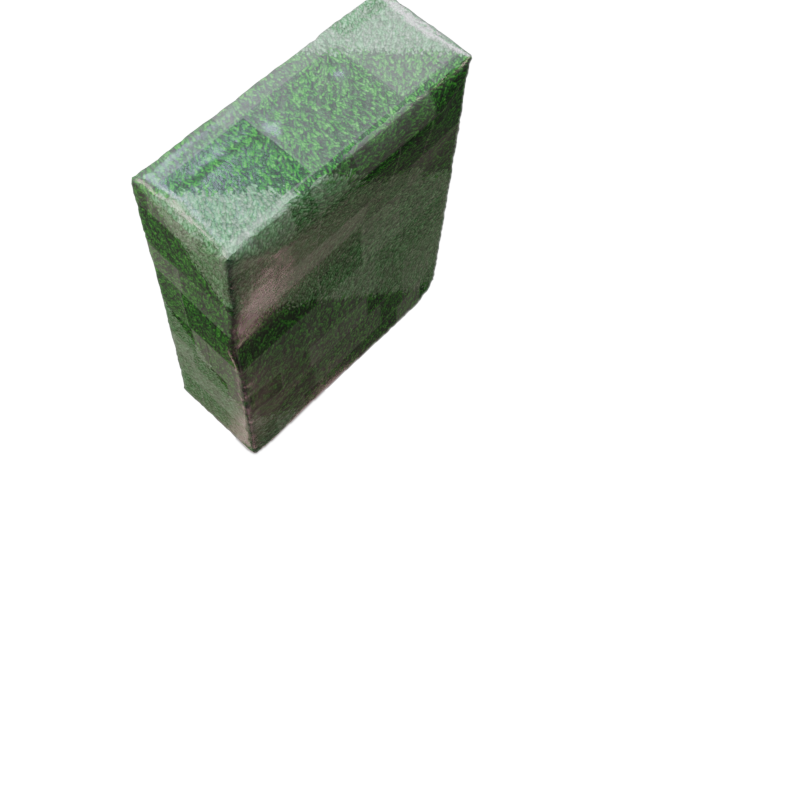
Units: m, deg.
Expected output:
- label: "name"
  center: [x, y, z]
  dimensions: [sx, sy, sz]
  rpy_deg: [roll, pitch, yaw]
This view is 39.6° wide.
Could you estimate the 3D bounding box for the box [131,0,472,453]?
- label: "box"
  center: [-0.046, -0.084, 0.589]
  dimensions: [0.075, 0.166, 0.201]
  rpy_deg: [39, -23, 15]
